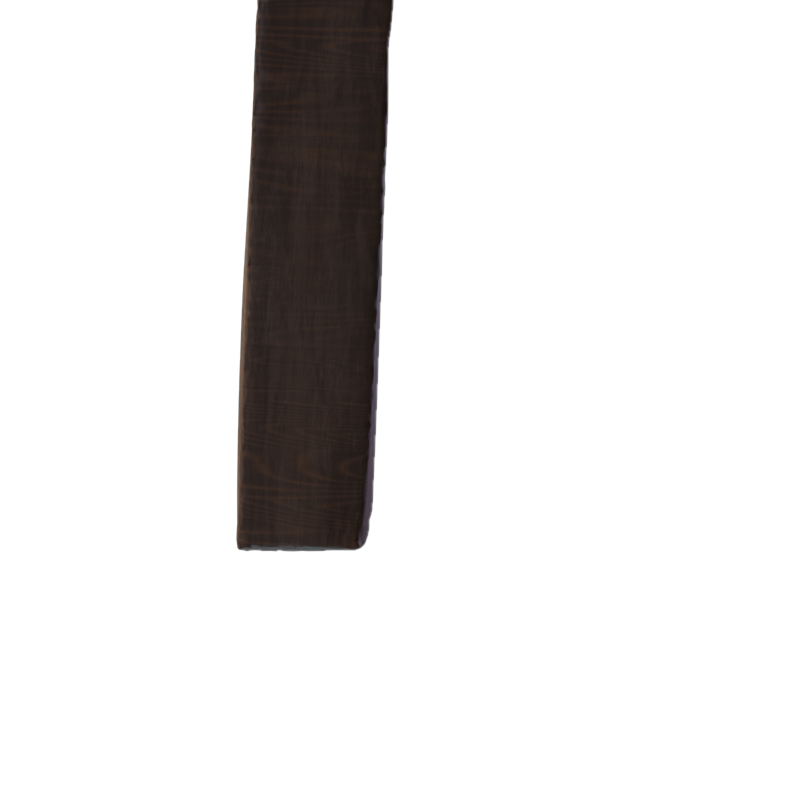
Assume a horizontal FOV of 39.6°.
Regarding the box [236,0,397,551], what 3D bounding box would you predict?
[{"bbox_3d":[-0.029,-0.052,0.361,0.048,0.172,0.096,0,12,-3],"label":"box"}]
